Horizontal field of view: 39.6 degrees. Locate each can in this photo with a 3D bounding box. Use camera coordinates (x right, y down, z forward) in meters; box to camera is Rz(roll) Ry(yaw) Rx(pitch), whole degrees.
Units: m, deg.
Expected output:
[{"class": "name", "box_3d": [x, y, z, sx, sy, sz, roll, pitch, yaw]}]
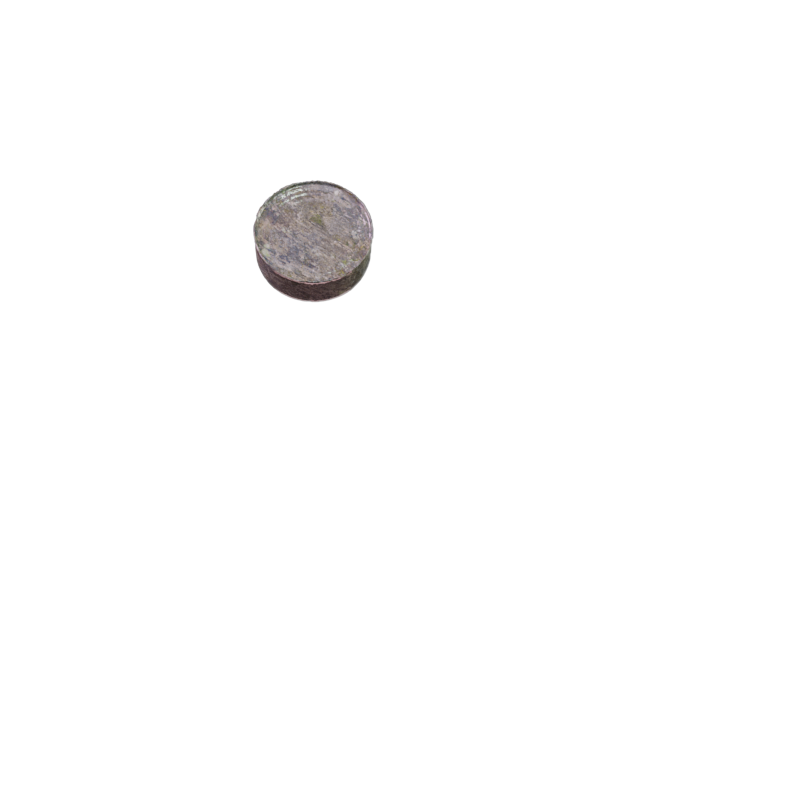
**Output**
[{"class": "can", "box_3d": [-0.063, -0.114, 0.802, 0.086, 0.091, 0.032, -1, -29, -1]}]
